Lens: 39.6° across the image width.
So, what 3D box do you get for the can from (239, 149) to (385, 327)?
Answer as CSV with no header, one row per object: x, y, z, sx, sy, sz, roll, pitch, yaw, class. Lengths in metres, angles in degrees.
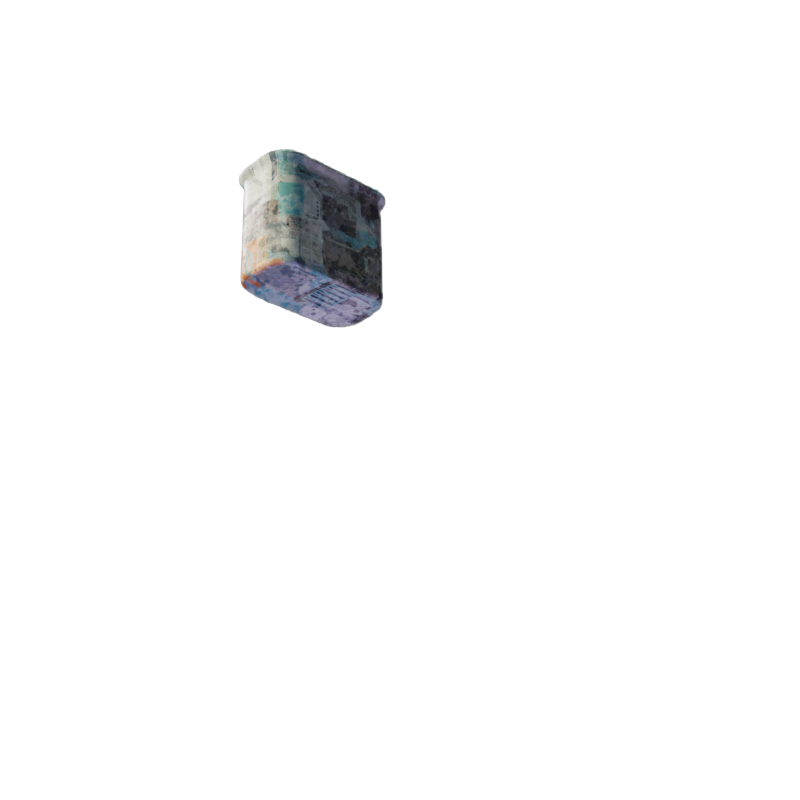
-0.057,-0.104,0.732,0.096,0.089,0.057,21,-36,-36,can
